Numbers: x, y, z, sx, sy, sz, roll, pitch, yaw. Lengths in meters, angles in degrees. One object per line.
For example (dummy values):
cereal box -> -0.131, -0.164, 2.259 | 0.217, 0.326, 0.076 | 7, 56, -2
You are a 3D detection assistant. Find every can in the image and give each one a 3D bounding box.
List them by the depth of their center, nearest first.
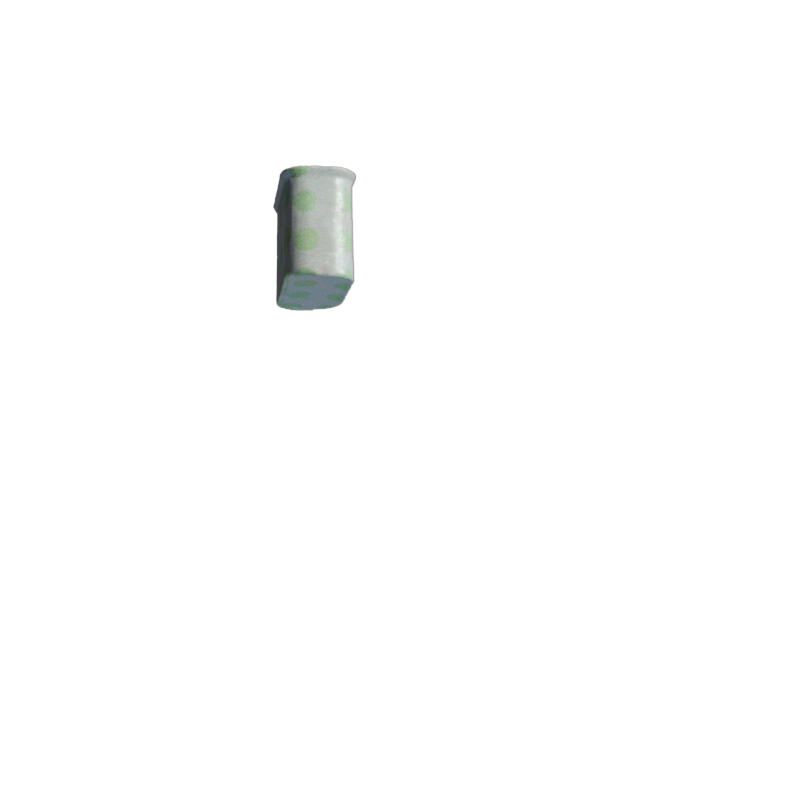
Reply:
can -> -0.066, -0.120, 0.842 | 0.057, 0.087, 0.099 | 2, -15, -10
